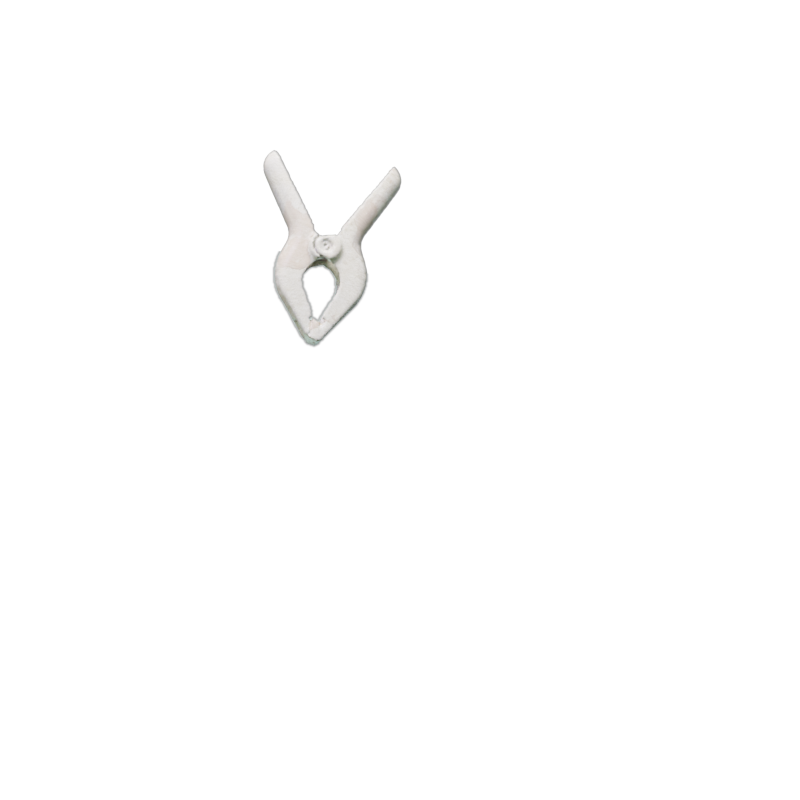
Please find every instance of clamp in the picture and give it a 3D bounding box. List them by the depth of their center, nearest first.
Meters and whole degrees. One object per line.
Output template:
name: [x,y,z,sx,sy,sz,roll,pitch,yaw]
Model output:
clamp: [-0.075,-0.136,0.952,0.121,0.178,0.037,13,-18,4]
